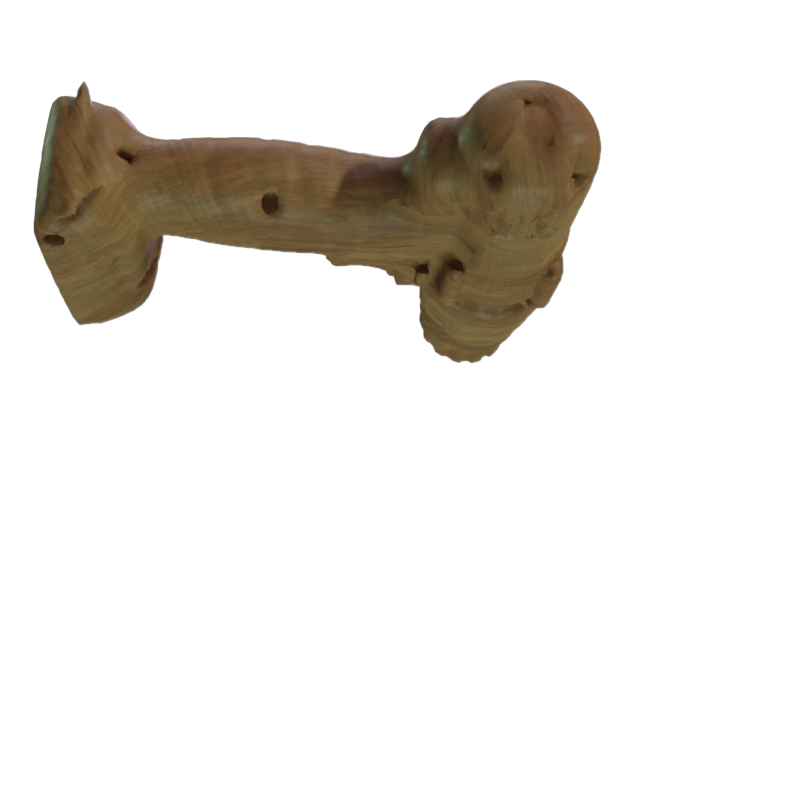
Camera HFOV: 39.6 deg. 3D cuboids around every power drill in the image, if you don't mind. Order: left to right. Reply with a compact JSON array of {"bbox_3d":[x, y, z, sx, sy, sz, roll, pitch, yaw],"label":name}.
[{"bbox_3d":[-0.033,-0.060,0.420,0.187,0.060,0.176,1,-20,-3],"label":"power drill"}]
